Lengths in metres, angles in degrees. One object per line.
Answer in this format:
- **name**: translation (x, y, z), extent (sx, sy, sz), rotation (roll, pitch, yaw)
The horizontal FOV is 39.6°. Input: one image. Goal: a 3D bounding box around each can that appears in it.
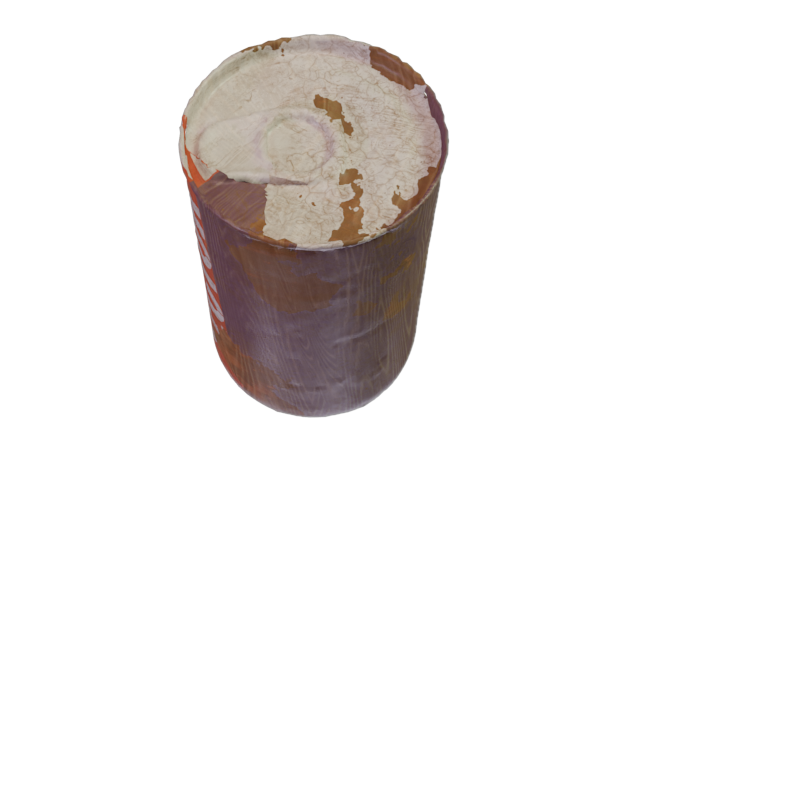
- **can**: translation (-0.025, -0.046, 0.320), extent (0.068, 0.073, 0.096), rotation (0, -28, -3)
